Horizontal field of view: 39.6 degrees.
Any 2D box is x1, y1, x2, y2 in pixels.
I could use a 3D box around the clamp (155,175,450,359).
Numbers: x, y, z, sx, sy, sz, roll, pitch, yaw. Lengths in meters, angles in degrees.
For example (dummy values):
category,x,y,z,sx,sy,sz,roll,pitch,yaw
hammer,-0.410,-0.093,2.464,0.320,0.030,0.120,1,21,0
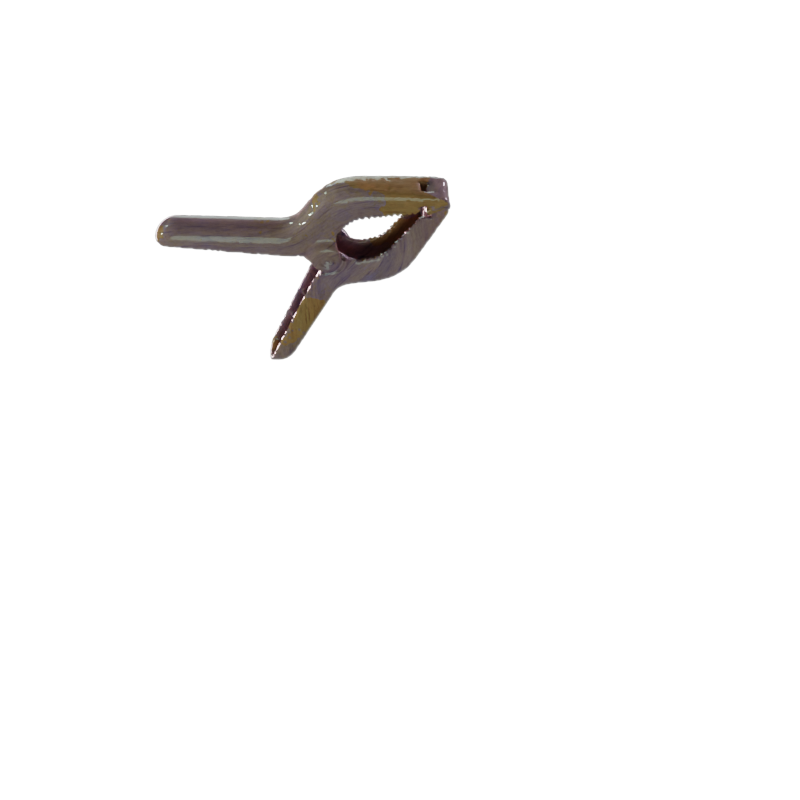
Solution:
category,x,y,z,sx,sy,sz,roll,pitch,yaw
clamp,-0.064,-0.117,0.819,0.210,0.039,0.153,-27,-49,26
